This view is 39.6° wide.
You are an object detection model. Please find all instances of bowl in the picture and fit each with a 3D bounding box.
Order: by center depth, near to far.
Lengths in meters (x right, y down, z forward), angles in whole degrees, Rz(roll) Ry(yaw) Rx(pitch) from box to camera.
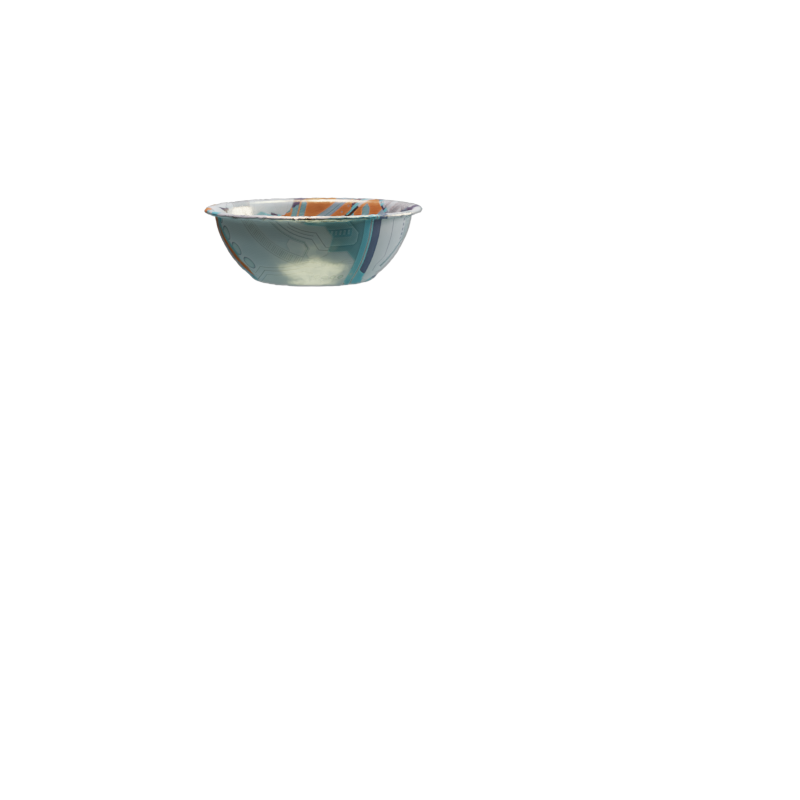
[{"bbox_3d":[-0.065,-0.118,0.830,0.162,0.054,0.166,0,14,-2],"label":"bowl"}]
